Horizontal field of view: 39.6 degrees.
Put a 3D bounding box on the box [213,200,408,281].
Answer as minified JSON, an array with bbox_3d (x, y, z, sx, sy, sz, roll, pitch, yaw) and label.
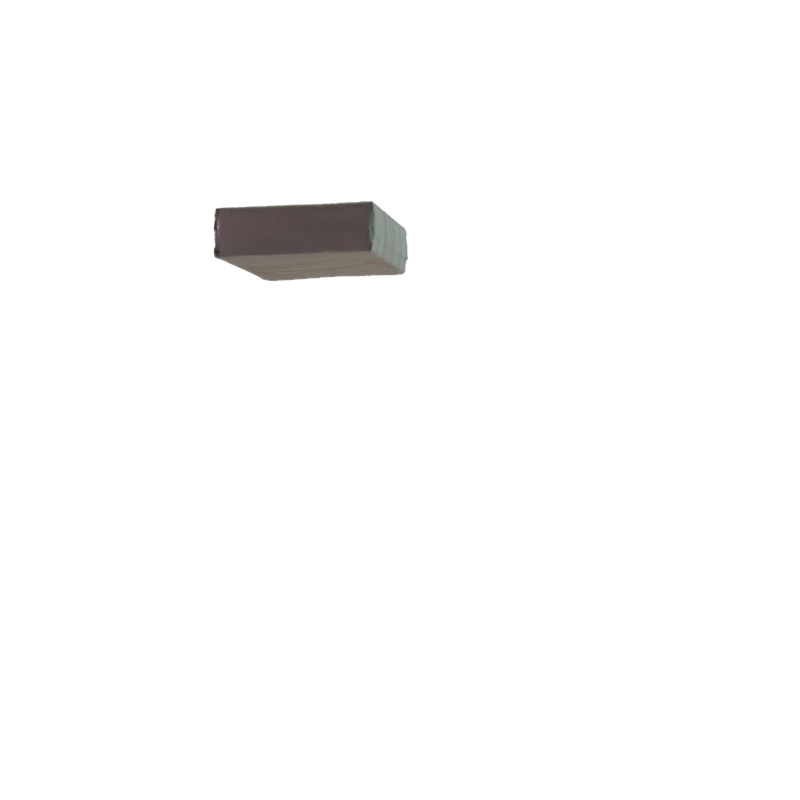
[{"bbox_3d":[-0.059,-0.108,0.760,0.116,0.040,0.086,-2,-6,16],"label":"box"}]
